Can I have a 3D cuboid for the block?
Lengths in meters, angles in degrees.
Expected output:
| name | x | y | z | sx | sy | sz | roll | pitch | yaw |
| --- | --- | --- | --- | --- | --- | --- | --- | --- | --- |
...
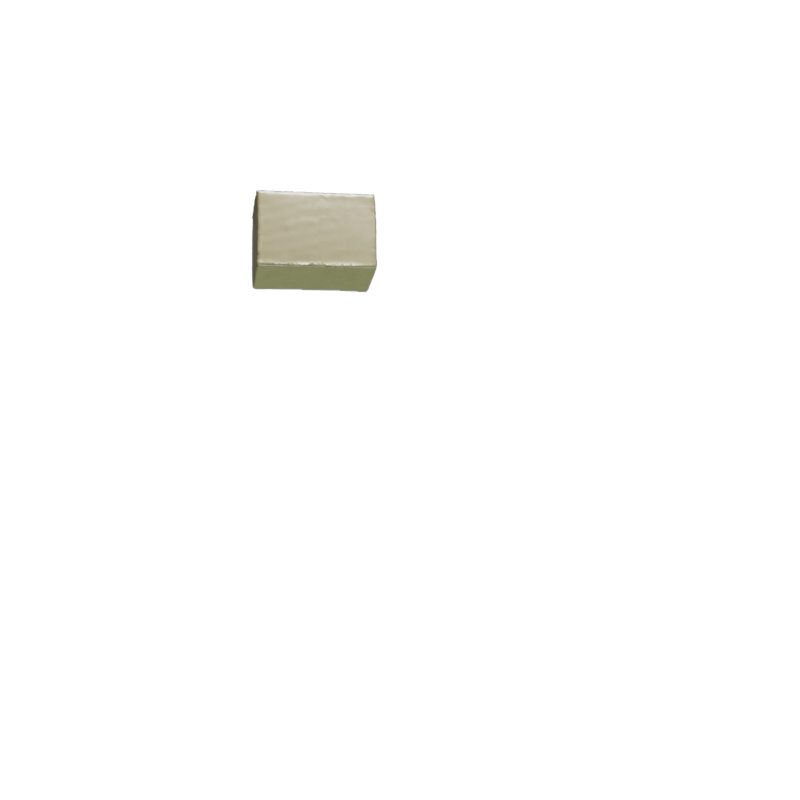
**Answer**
| name | x | y | z | sx | sy | sz | roll | pitch | yaw |
| --- | --- | --- | --- | --- | --- | --- | --- | --- | --- |
| block | -0.056 | -0.102 | 0.717 | 0.077 | 0.053 | 0.051 | 2 | -16 | -8 |
